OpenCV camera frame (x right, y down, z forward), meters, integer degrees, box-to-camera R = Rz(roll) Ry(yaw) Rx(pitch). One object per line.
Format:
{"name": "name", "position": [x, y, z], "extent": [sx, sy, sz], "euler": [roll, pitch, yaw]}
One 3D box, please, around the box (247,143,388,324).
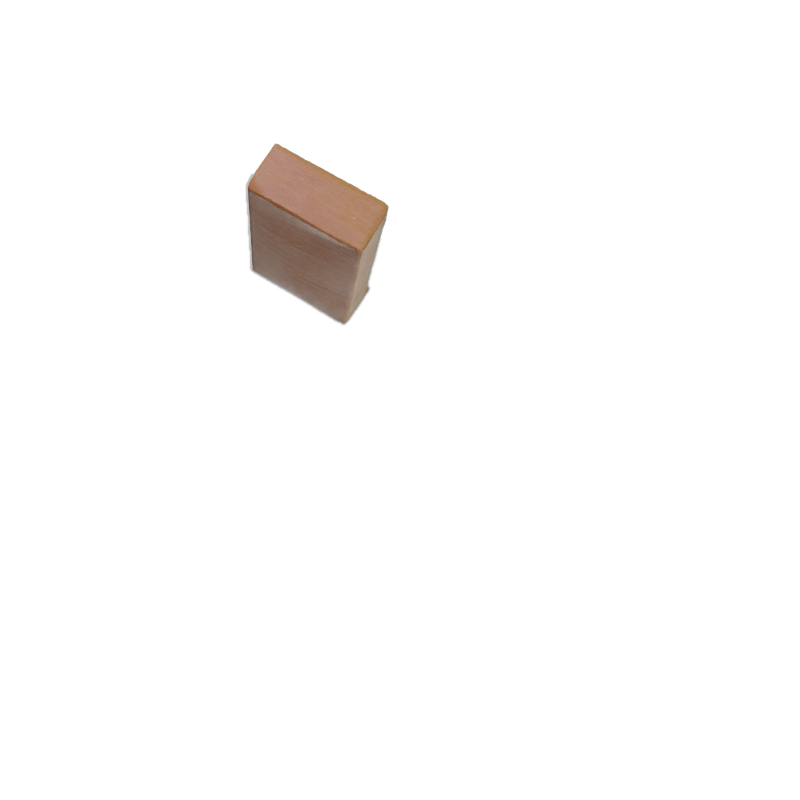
{"name": "box", "position": [-0.065, -0.117, 0.823], "extent": [0.095, 0.049, 0.170], "euler": [31, -12, 4]}
